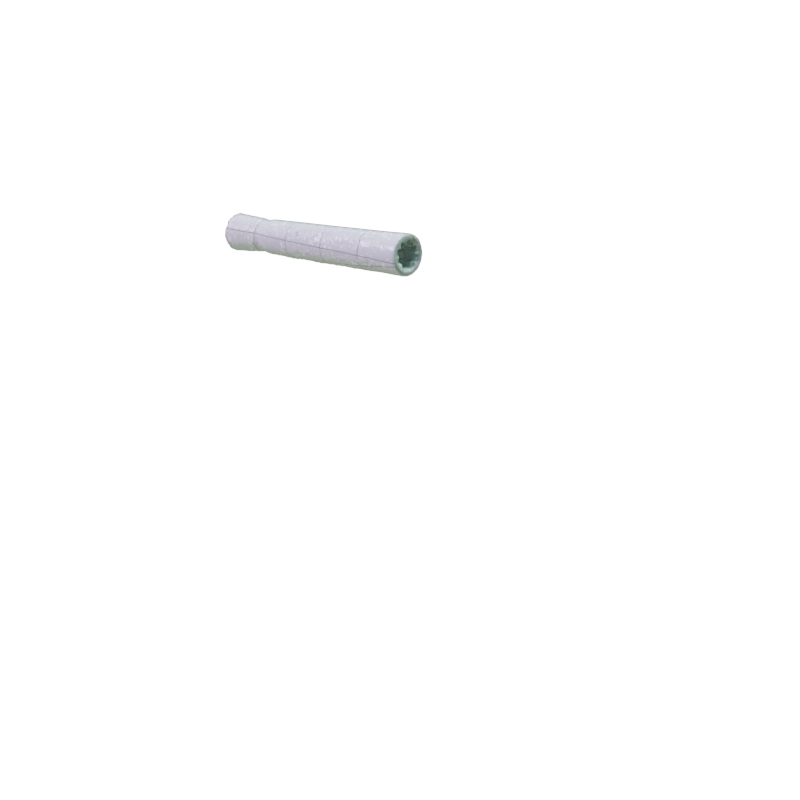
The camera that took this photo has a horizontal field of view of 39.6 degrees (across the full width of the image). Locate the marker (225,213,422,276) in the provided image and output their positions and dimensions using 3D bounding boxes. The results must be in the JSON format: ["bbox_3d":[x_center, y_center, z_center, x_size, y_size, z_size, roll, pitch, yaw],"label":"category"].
[{"bbox_3d":[-0.041,-0.075,0.522,0.019,0.019,0.127,-4,13,-45],"label":"marker"}]
